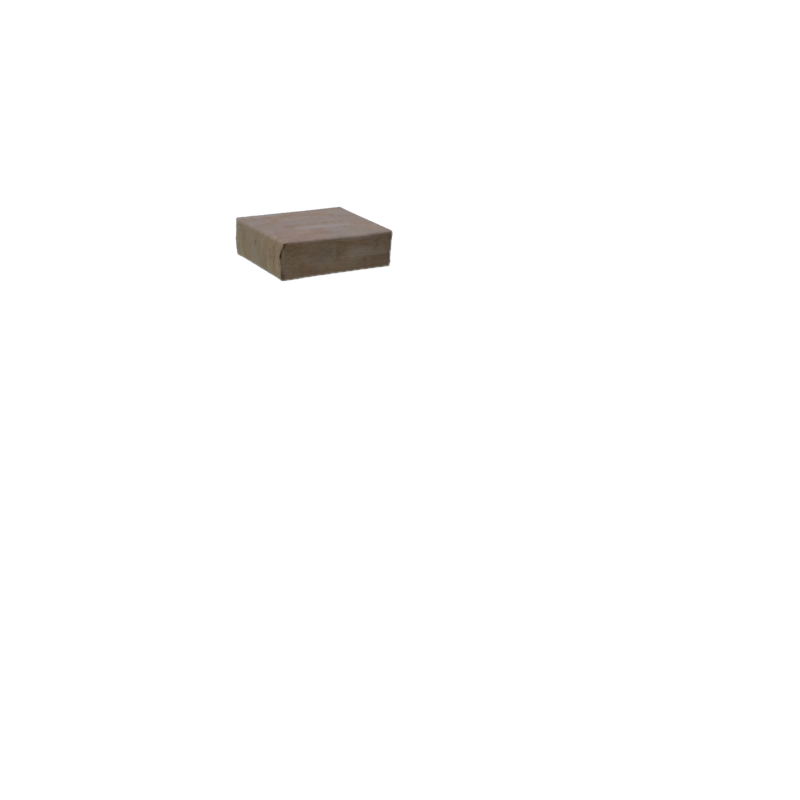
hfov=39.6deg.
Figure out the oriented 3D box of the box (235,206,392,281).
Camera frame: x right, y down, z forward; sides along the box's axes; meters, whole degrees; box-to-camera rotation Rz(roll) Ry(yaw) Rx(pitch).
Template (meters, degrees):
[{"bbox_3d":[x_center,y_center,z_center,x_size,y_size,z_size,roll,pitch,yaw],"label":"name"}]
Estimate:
[{"bbox_3d":[-0.077,-0.140,0.983,0.111,0.037,0.096,-13,26,-29],"label":"box"}]
